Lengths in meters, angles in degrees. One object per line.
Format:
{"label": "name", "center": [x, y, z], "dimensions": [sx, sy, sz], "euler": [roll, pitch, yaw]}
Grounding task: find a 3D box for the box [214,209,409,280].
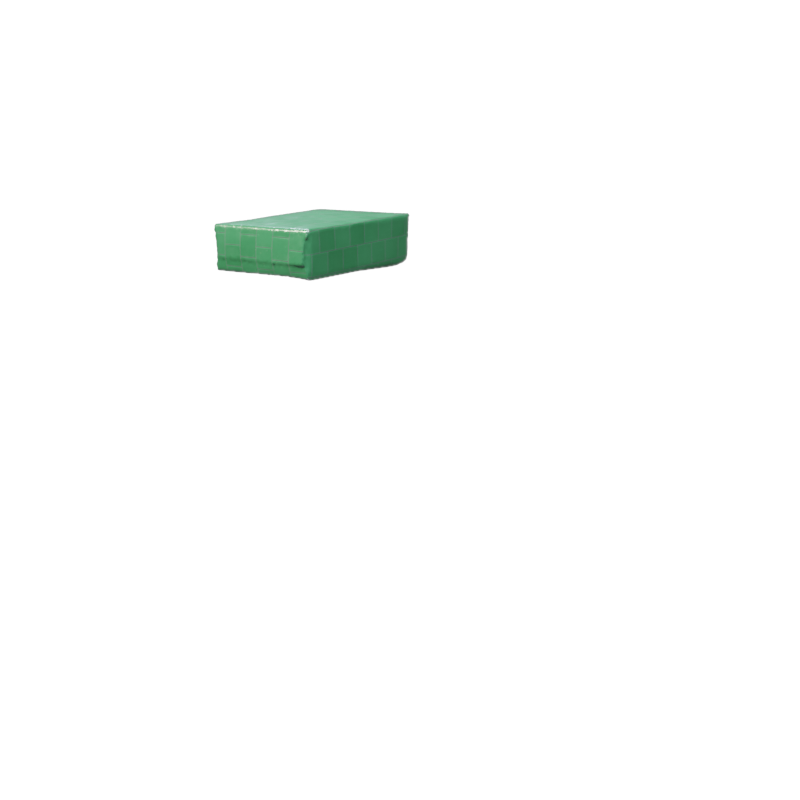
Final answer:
{"label": "box", "center": [-0.062, -0.113, 0.789], "dimensions": [0.094, 0.038, 0.111], "euler": [11, 17, 38]}
